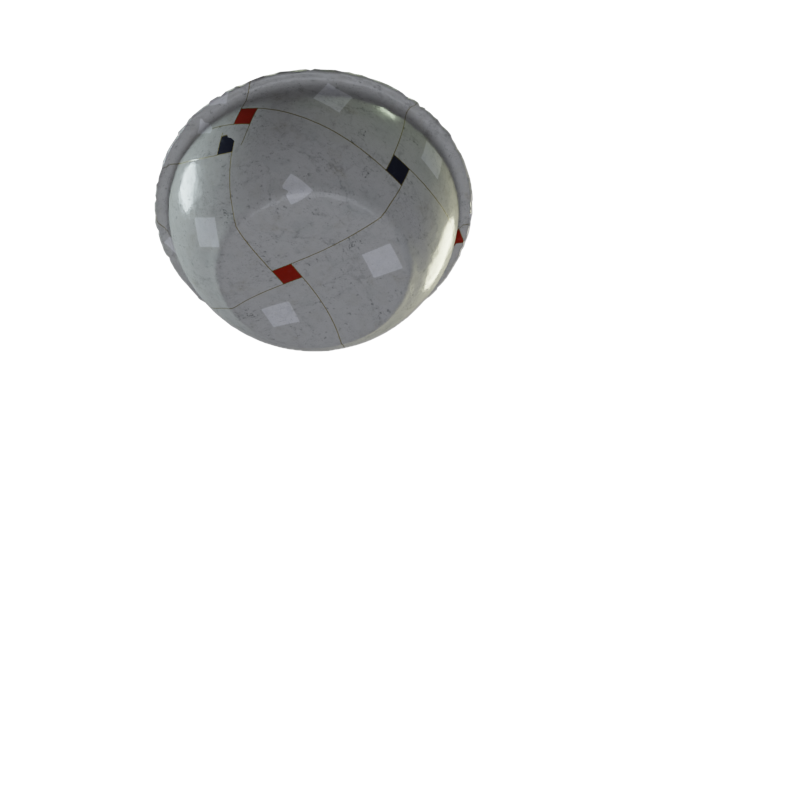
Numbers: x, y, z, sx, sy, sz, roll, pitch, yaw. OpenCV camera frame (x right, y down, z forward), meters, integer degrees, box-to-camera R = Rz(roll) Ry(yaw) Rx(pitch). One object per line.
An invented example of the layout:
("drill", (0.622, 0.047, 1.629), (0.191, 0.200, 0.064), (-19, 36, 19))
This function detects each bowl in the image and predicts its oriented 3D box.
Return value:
("bowl", (-0.043, -0.078, 0.544), (0.162, 0.152, 0.059), (1, 37, -1))
